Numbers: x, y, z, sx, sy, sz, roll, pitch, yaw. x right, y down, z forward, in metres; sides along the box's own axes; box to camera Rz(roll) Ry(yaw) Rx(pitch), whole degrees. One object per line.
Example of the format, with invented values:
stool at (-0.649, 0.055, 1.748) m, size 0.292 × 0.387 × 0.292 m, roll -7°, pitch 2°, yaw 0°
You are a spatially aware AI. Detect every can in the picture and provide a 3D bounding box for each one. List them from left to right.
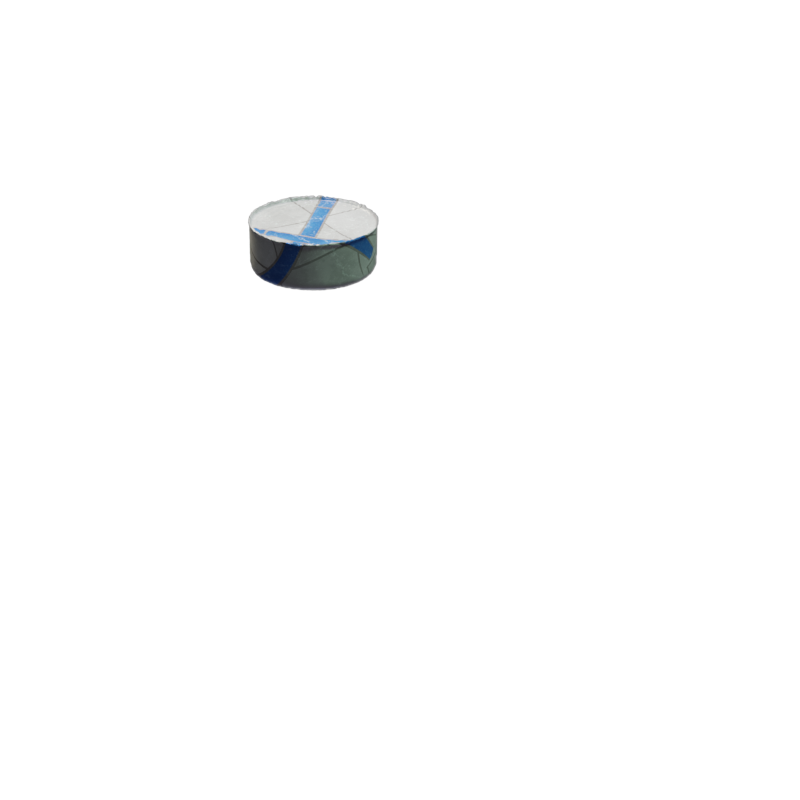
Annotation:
can at (-0.057, -0.105, 0.733) m, size 0.086 × 0.032 × 0.091 m, roll -1°, pitch 29°, yaw -2°
